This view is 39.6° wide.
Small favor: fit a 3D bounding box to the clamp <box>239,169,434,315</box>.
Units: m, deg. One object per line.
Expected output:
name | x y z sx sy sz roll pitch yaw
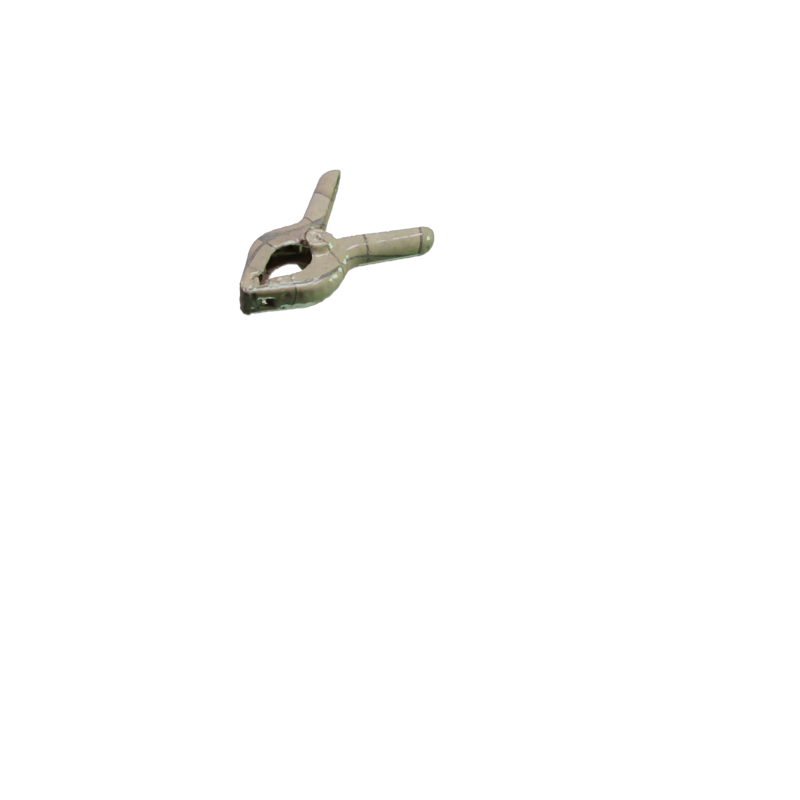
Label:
clamp | -0.071 -0.129 0.906 0.171 0.037 0.129 -28 49 -28
